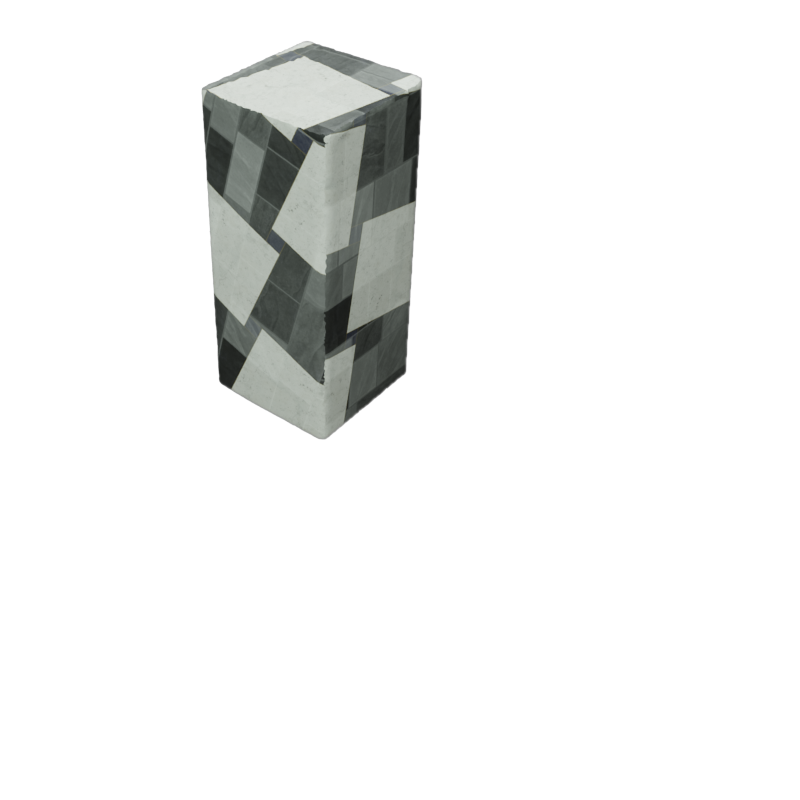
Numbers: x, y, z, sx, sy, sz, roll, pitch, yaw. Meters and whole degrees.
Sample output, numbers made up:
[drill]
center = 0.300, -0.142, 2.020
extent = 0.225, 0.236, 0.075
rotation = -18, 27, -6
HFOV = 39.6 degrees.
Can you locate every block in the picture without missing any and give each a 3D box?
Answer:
[block]
center = -0.051, -0.094, 0.658
extent = 0.095, 0.193, 0.091
rotation = 26, 42, 29
